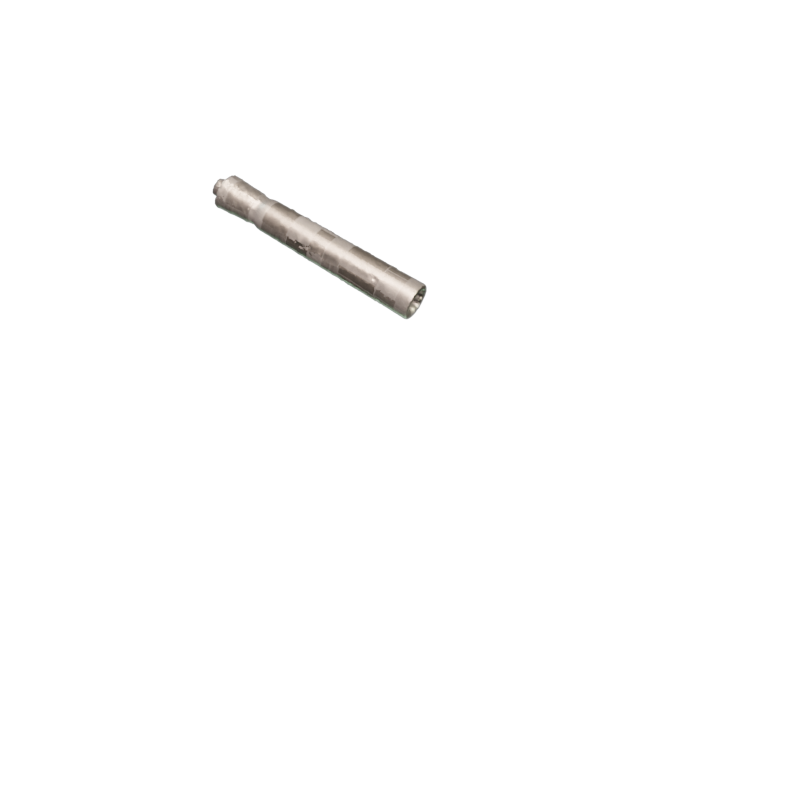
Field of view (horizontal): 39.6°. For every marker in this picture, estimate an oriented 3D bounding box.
[{"bbox_3d":[-0.042,-0.077,0.542,0.127,0.019,0.019,32,15,20],"label":"marker"}]
